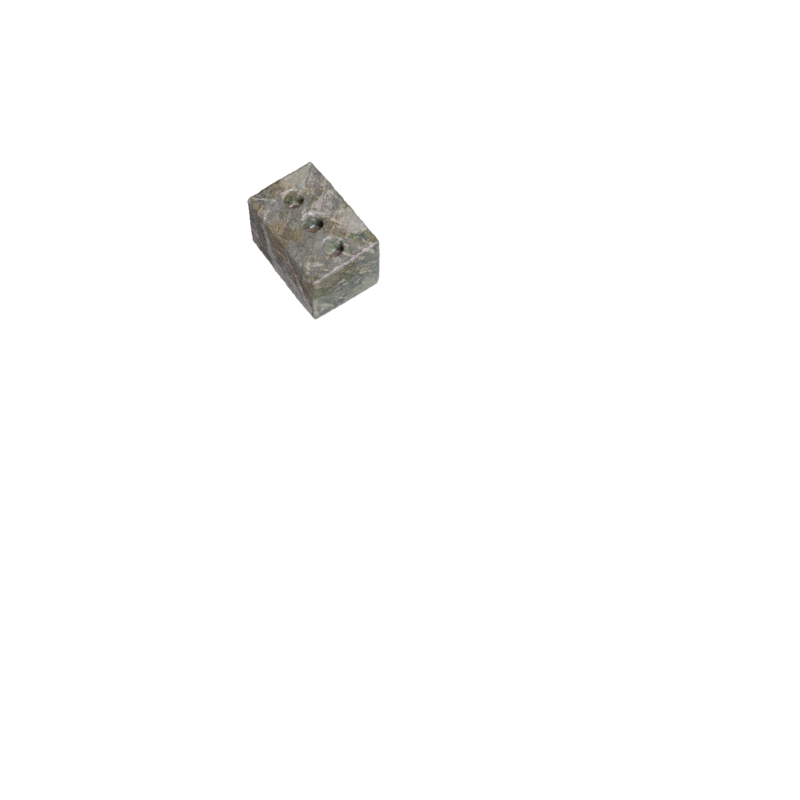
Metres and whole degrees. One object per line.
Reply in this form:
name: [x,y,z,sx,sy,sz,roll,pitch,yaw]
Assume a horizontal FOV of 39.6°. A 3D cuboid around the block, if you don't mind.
block: [-0.056,-0.103,0.721,0.053,0.083,0.048,-33,-22,-17]
